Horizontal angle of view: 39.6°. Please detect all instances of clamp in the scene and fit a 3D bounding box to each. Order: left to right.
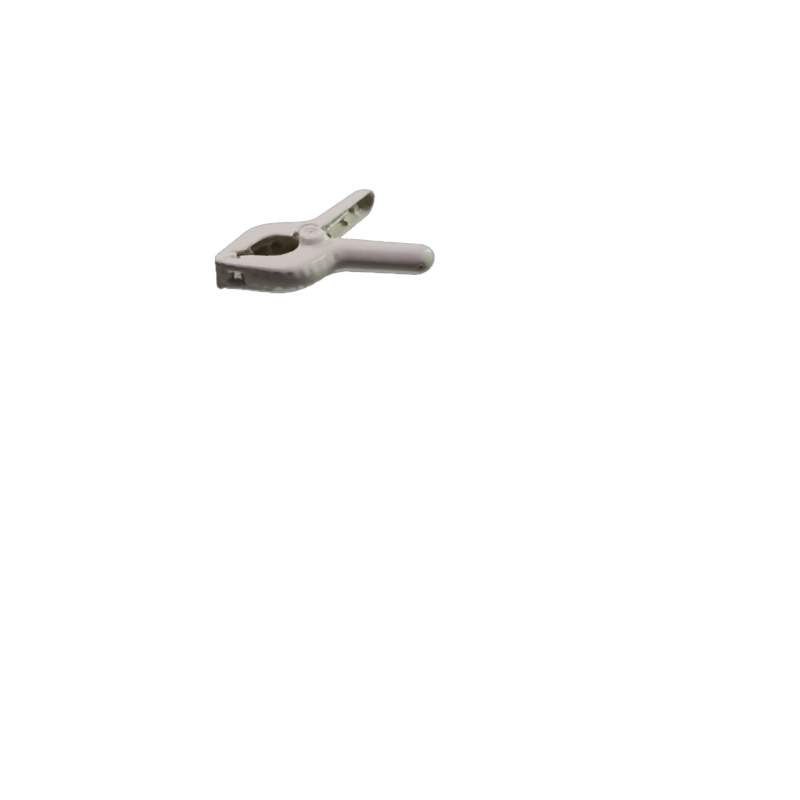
[{"bbox_3d":[-0.071,-0.129,0.901,0.169,0.037,0.129,-9,32,-14],"label":"clamp"}]
